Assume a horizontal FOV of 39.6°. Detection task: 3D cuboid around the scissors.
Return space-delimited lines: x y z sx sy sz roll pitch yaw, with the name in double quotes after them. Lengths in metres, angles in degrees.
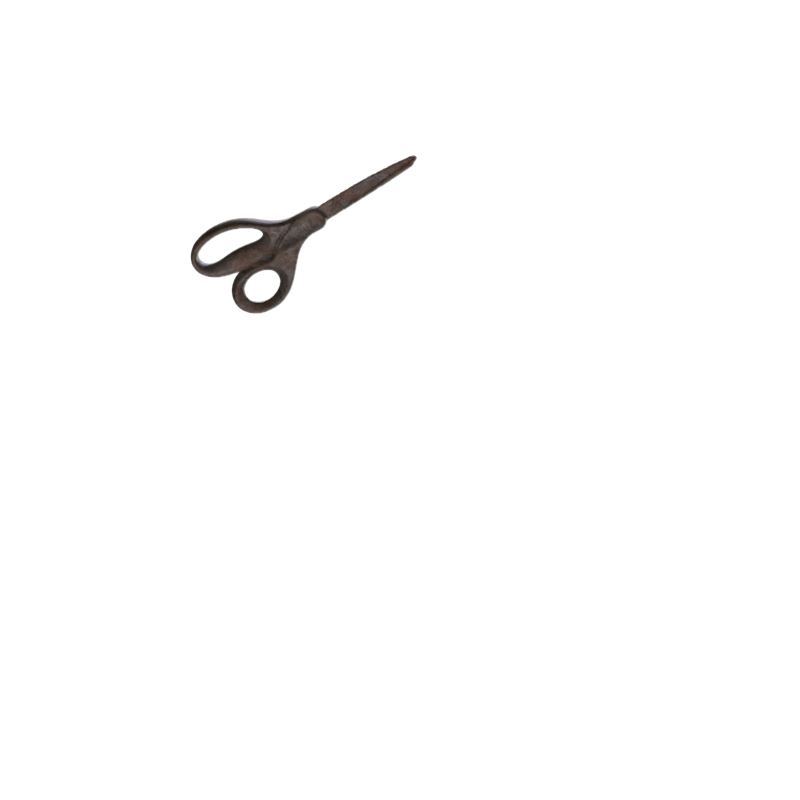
-0.071 -0.129 0.904 0.203 0.090 0.017 -15 30 9 "scissors"
